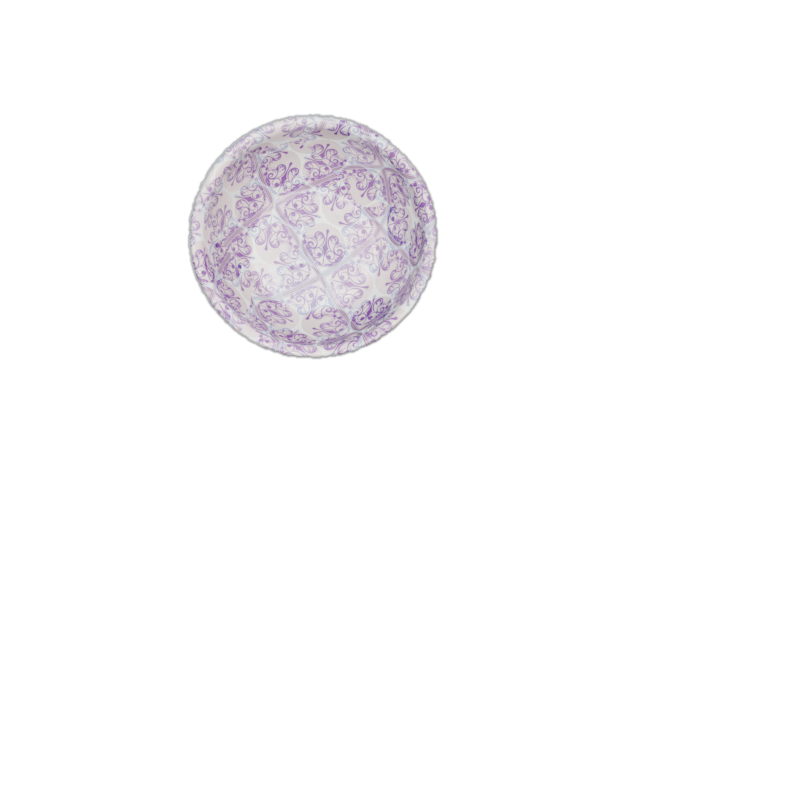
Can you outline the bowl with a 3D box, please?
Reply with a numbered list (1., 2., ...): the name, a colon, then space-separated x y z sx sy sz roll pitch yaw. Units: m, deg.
1. bowl: -0.058 -0.107 0.746 0.162 0.166 0.054 0 -10 -1
